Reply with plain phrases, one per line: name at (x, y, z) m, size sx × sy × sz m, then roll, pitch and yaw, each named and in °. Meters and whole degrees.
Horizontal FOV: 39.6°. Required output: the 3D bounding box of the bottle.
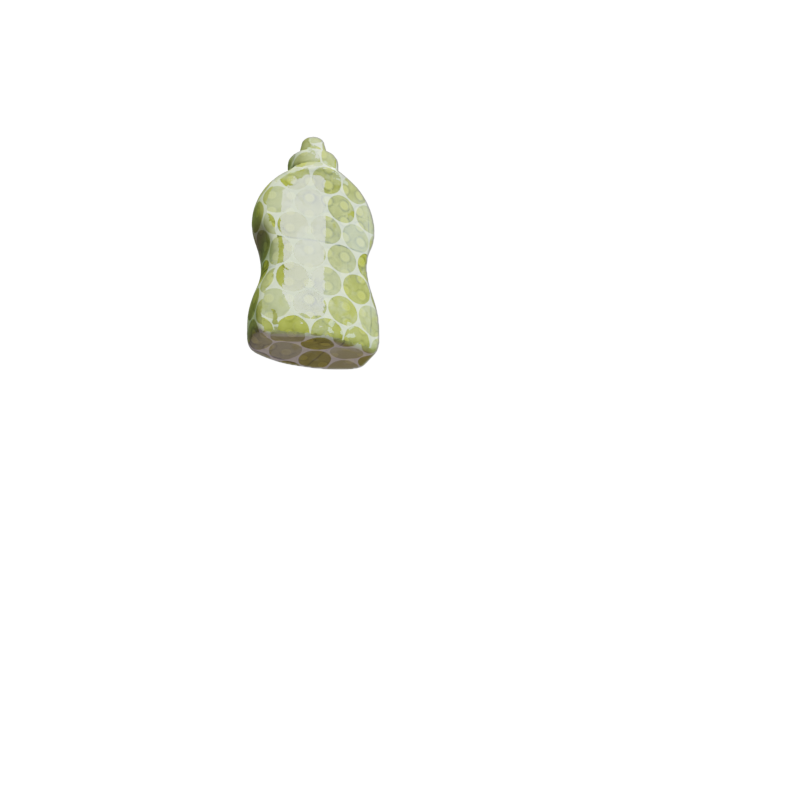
bottle at (-0.067, -0.122, 0.856) m, size 0.093 × 0.204 × 0.056 m, roll 8°, pitch -30°, yaw -17°
